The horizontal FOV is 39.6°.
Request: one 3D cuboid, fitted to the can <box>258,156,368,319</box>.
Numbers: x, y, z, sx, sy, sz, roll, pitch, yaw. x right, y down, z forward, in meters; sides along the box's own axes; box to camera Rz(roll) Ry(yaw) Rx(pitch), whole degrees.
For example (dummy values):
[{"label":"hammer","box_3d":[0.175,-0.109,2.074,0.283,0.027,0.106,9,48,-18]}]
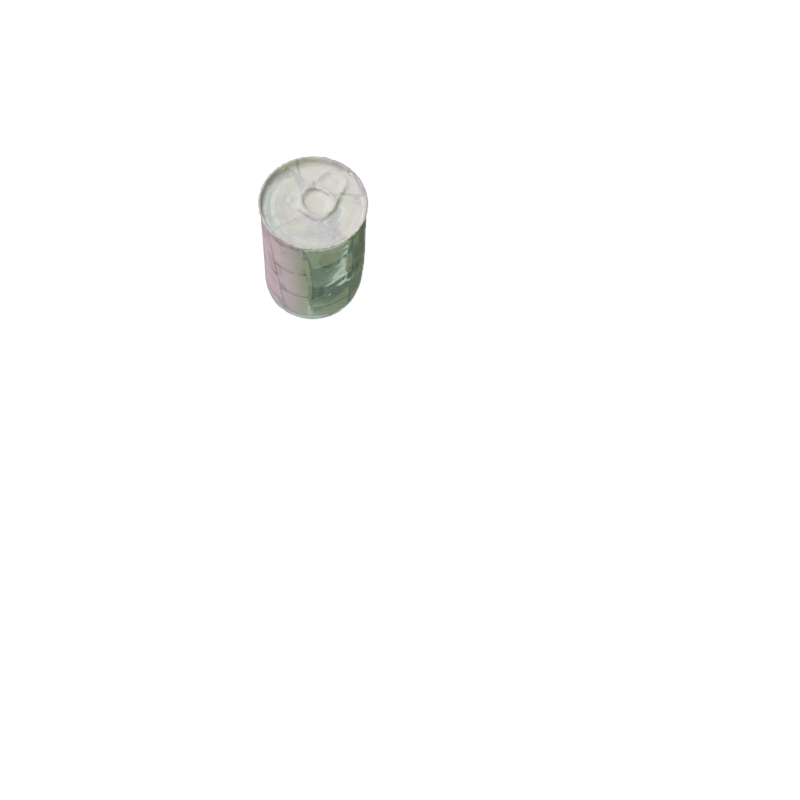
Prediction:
[{"label":"can","box_3d":[-0.057,-0.104,0.728,0.068,0.073,0.097,0,-24,-3]}]
